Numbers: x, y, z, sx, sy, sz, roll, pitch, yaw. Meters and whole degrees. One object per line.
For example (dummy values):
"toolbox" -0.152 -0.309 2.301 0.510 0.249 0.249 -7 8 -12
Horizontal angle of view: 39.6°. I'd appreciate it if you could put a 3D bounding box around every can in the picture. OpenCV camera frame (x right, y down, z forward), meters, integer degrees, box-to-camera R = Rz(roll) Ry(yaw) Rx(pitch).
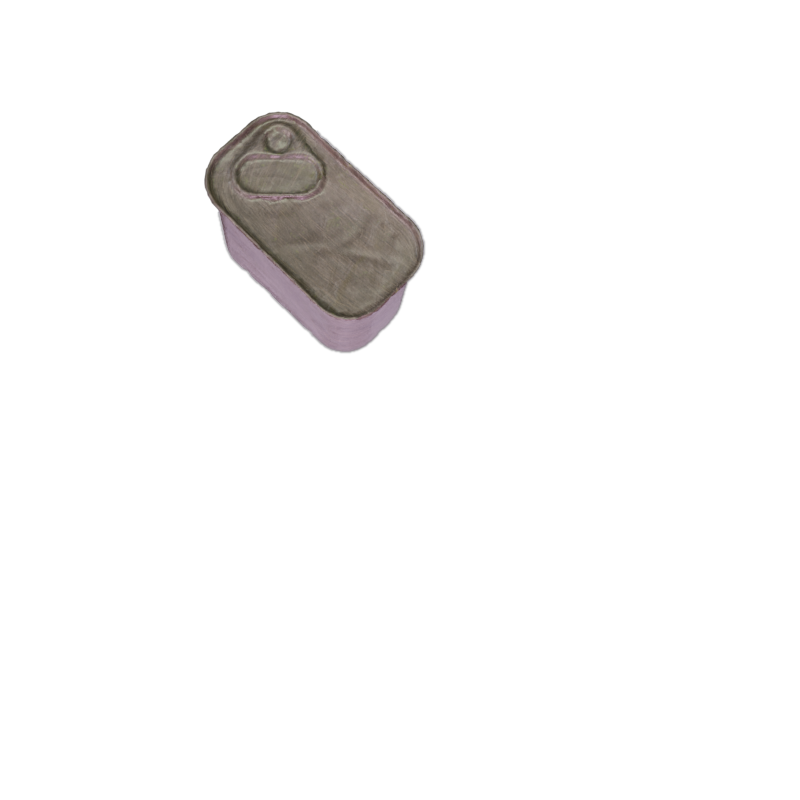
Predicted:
"can" -0.041 -0.075 0.523 0.058 0.105 0.081 -44 -10 -11
